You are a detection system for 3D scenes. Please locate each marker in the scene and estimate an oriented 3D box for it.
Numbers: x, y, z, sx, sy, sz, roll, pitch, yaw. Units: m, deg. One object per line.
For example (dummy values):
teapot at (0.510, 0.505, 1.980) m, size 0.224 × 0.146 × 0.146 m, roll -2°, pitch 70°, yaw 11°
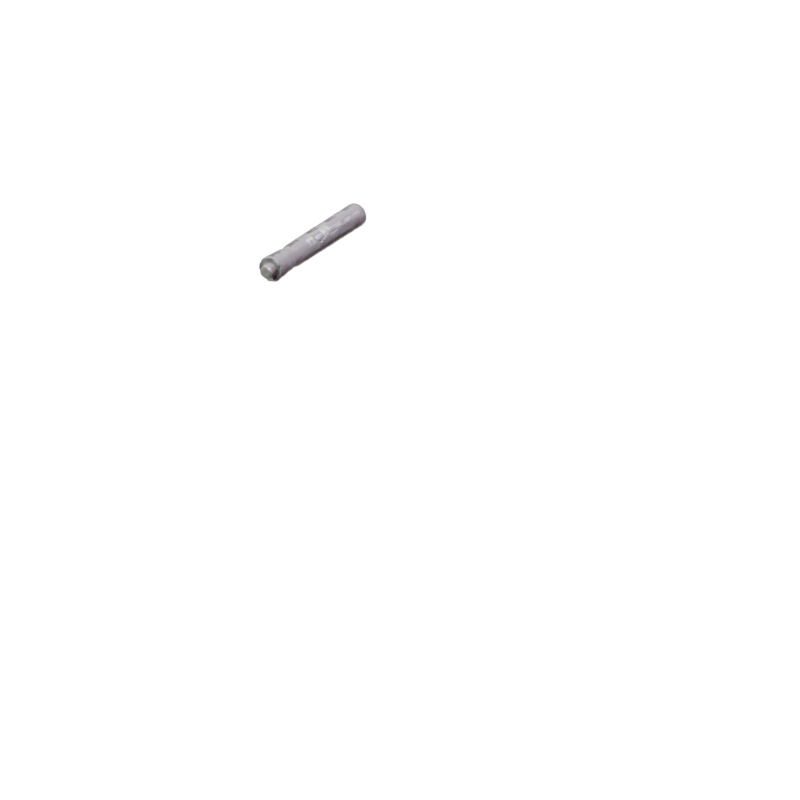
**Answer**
marker at (-0.063, -0.115, 0.805) m, size 0.020 × 0.019 × 0.122 m, roll 2°, pitch 28°, yaw 32°
